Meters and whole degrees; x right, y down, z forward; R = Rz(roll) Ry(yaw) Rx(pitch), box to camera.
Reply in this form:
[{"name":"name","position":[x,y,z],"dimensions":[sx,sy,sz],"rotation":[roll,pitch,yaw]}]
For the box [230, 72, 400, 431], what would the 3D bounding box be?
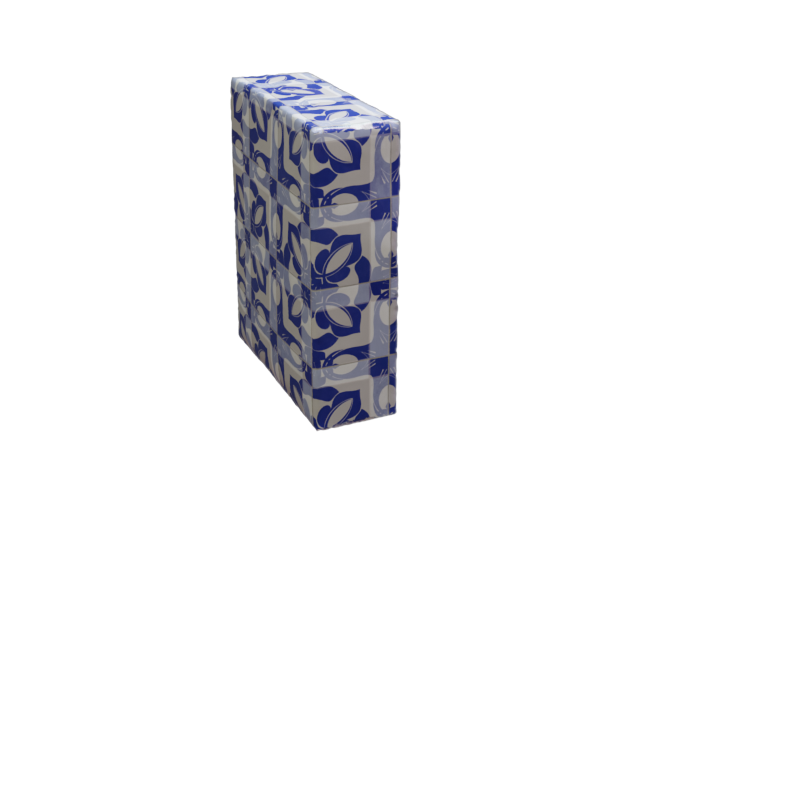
[{"name":"box","position":[-0.062,-0.113,0.792],"dimensions":[0.070,0.203,0.176],"rotation":[-9,26,-23]}]
